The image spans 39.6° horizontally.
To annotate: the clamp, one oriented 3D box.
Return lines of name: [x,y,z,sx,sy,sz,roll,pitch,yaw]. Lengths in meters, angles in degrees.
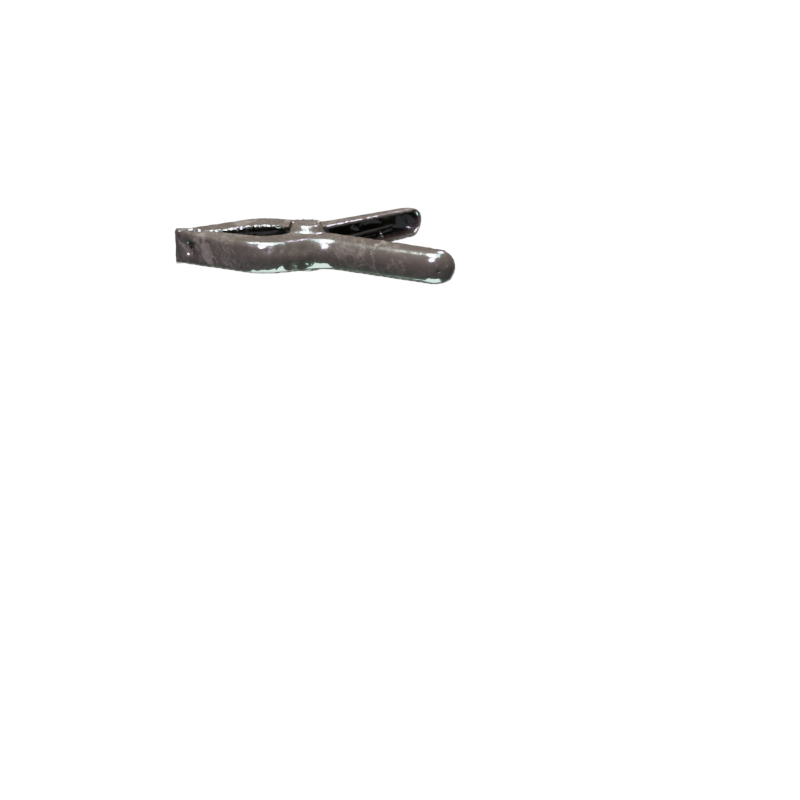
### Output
clamp: [-0.068,-0.124,0.866,0.211,0.035,0.170,1,20,1]
